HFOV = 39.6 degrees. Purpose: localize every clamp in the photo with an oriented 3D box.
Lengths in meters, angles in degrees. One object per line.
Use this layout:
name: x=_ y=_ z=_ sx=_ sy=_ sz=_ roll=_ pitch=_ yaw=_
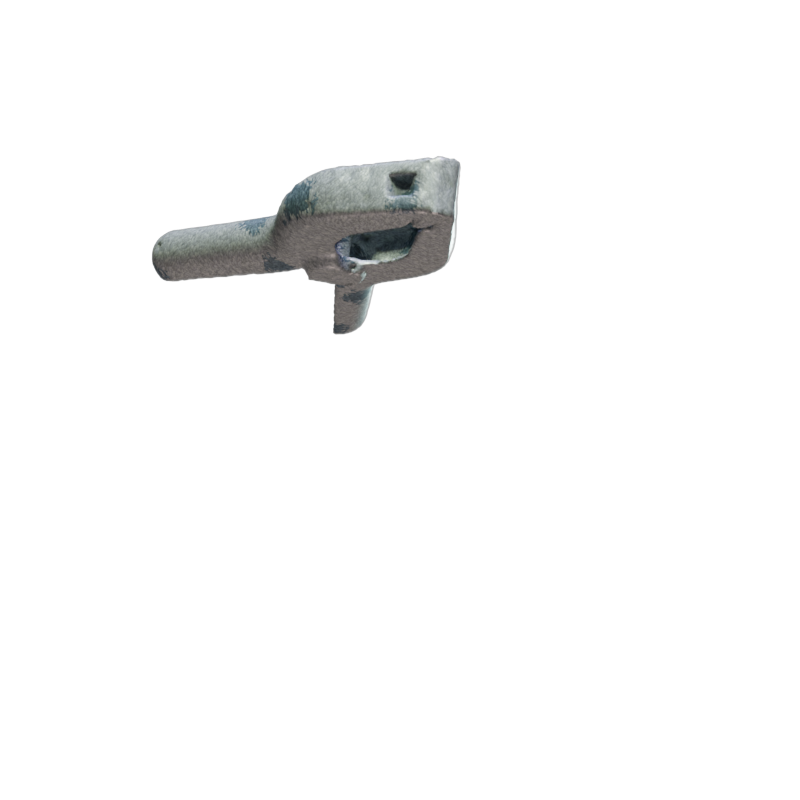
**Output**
clamp: x=-0.040 y=-0.073 z=0.510 sx=0.116 sy=0.041 sz=0.170 roll=8 pitch=-19 yaw=-25
